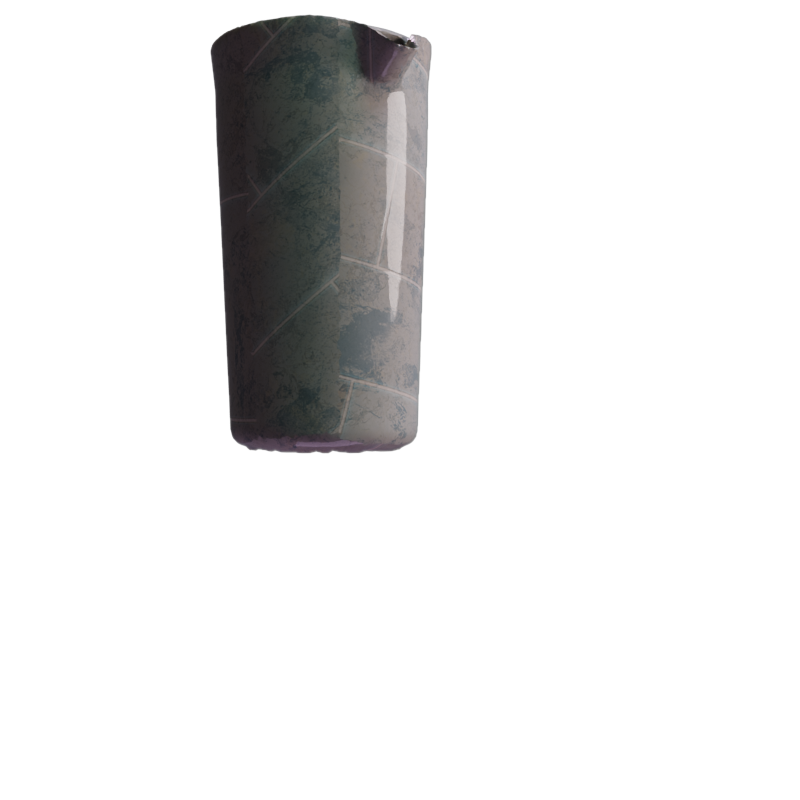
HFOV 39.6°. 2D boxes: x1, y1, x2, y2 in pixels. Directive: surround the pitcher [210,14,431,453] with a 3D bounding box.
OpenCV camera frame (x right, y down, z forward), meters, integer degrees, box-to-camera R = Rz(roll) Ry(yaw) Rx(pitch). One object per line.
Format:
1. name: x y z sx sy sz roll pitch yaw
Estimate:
1. pitcher: -0.052 -0.095 0.662 0.146 0.247 0.145 -1 -6 8
